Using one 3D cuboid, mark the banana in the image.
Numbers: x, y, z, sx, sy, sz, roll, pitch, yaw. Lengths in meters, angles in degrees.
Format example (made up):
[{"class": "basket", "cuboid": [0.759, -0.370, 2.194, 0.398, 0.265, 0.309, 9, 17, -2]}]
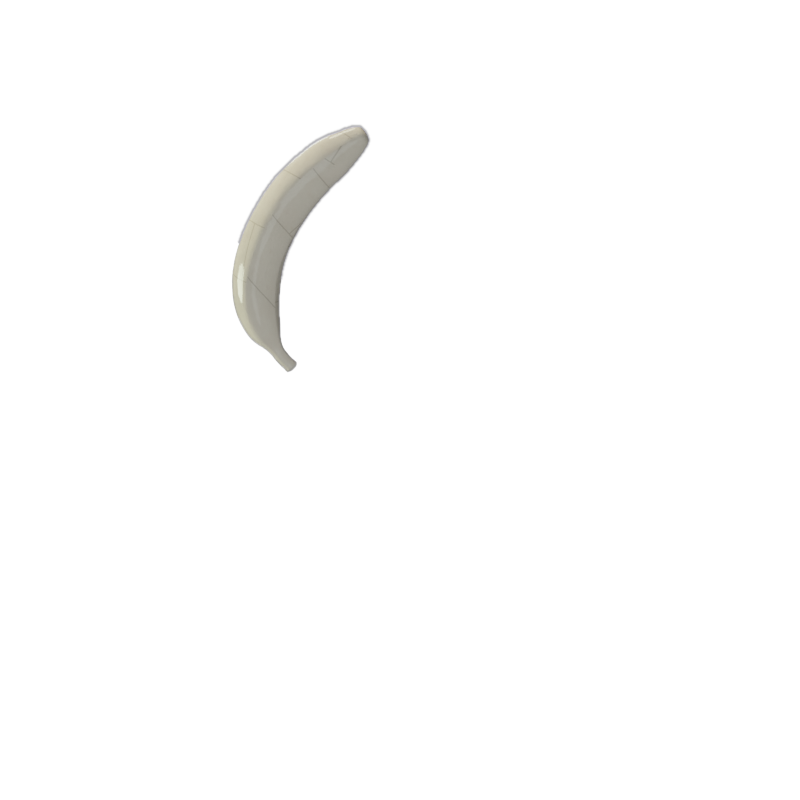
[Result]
[{"class": "banana", "cuboid": [-0.084, -0.121, 0.835, 0.069, 0.191, 0.038, 17, 19, -7]}]
